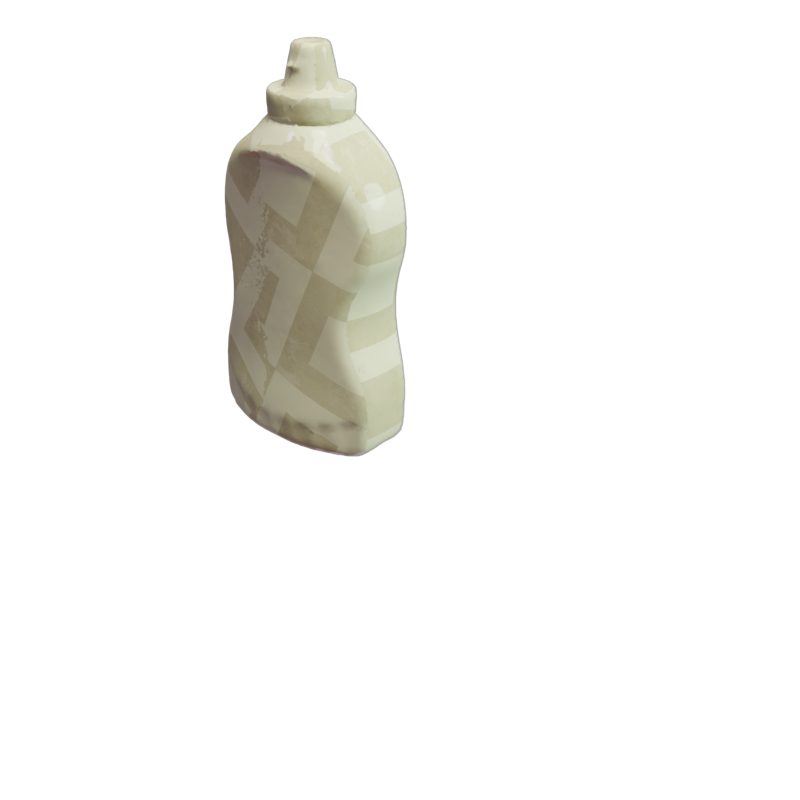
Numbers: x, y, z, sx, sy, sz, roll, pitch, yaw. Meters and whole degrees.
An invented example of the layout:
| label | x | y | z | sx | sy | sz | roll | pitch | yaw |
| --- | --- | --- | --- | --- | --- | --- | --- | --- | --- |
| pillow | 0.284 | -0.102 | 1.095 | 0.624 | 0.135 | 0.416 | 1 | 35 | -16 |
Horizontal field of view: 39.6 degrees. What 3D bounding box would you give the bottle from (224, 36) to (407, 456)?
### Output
| label | x | y | z | sx | sy | sz | roll | pitch | yaw |
| --- | --- | --- | --- | --- | --- | --- | --- | --- | --- |
| bottle | -0.041 | -0.075 | 0.524 | 0.102 | 0.182 | 0.058 | 22 | 31 | 38 |
